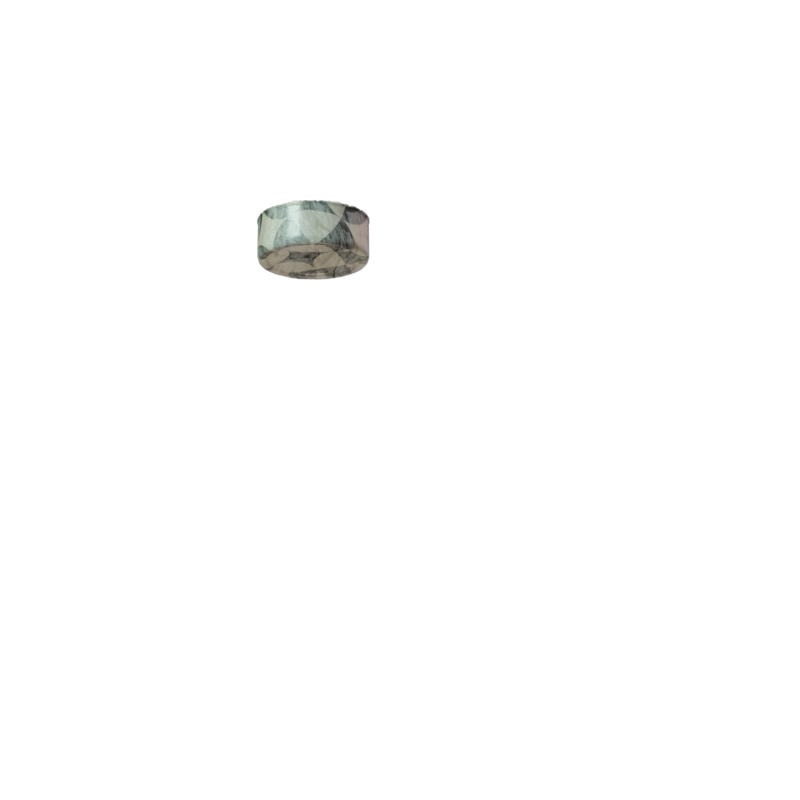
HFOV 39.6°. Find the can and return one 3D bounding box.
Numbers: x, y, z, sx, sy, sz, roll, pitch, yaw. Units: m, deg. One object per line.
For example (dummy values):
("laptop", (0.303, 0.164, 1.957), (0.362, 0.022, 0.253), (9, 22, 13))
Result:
("can", (-0.066, -0.120, 0.838), (0.086, 0.035, 0.083), (0, -15, -2))
